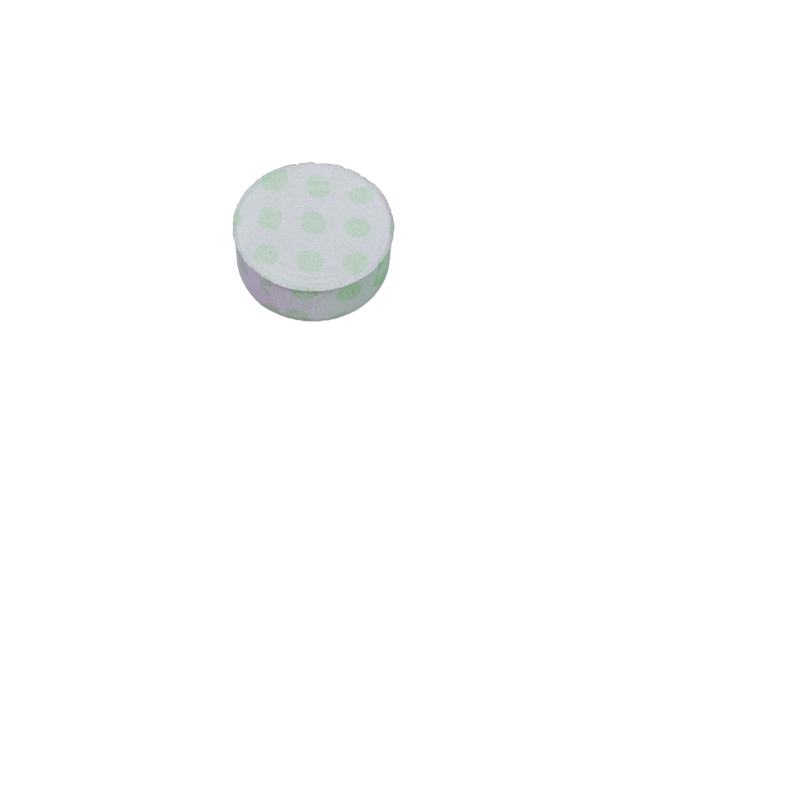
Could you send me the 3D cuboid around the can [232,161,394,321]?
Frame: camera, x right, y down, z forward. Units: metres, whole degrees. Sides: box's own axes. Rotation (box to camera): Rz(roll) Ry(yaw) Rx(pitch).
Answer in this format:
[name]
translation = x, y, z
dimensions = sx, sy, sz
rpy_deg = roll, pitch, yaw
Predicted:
[can]
translation = -0.047, -0.086, 0.600
dimensions = 0.086, 0.092, 0.031
rpy_deg = -1, -34, -1
